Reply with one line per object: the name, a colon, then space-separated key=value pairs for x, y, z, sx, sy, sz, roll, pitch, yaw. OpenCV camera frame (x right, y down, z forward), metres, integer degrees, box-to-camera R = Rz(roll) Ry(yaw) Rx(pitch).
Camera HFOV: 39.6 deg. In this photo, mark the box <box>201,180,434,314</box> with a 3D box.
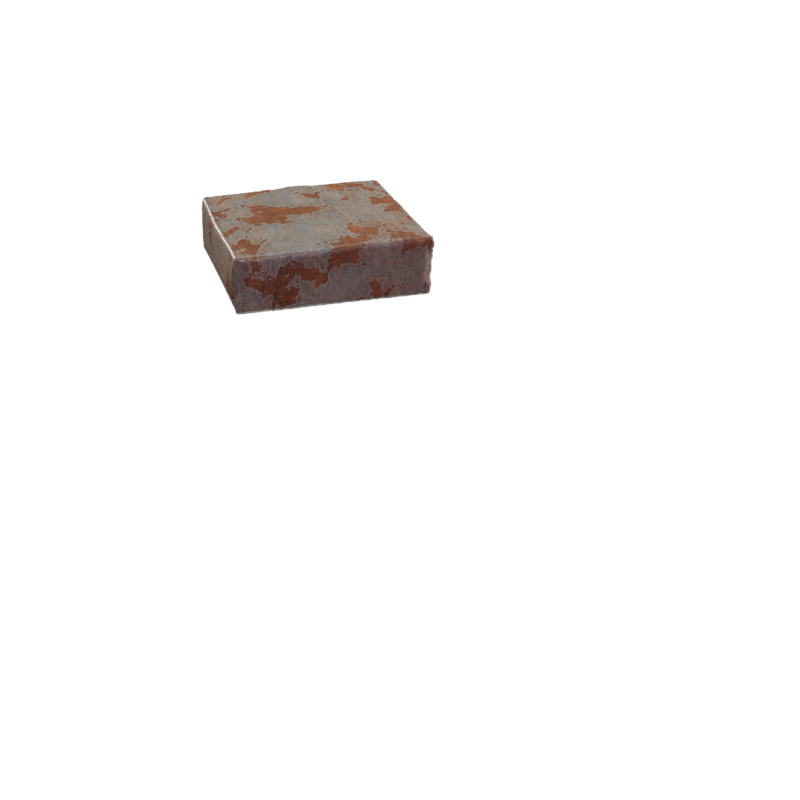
box: x=-0.039 y=-0.071 z=0.496 sx=0.088 sy=0.028 sz=0.078 roll=-9 pitch=31 yaw=-15
